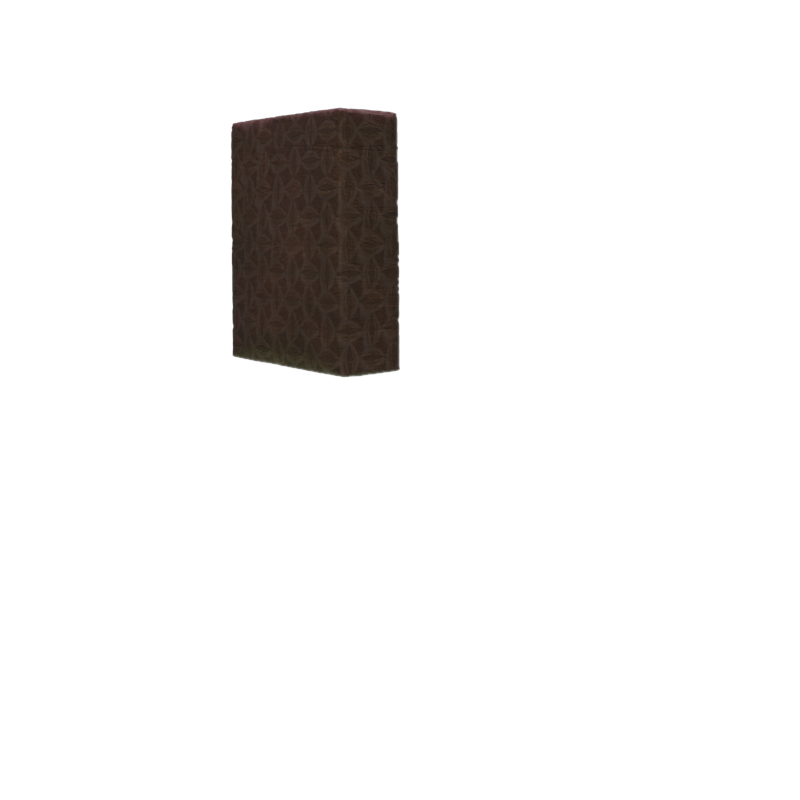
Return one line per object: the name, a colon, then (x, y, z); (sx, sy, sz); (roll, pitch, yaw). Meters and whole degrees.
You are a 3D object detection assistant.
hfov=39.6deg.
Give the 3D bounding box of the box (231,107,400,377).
box: (-0.075, -0.136, 0.952); (0.069, 0.213, 0.171); (-1, 4, -39)
